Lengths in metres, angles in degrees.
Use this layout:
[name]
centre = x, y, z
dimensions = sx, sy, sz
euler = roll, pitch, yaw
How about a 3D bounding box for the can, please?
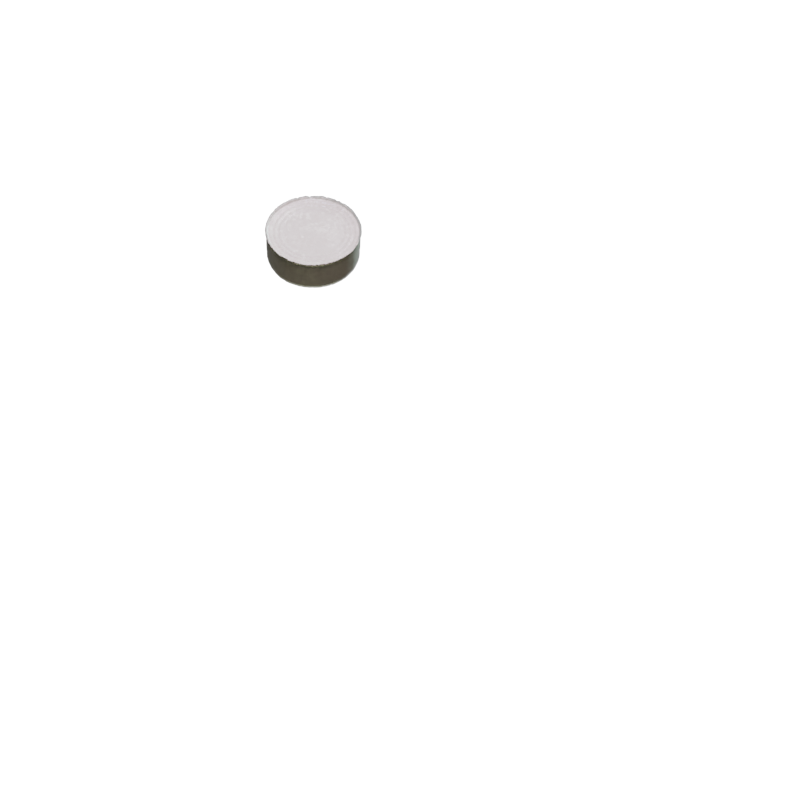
[can]
centre = -0.078, -0.142, 0.998
dimensions = 0.086, 0.092, 0.031
euler = -1, -40, -1
